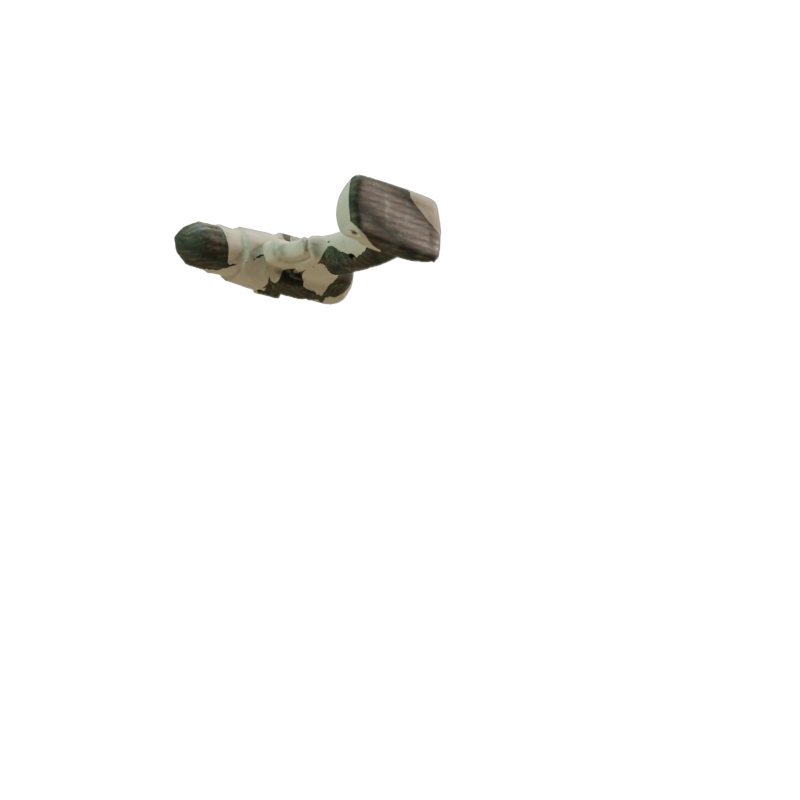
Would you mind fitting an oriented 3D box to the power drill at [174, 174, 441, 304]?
[{"bbox_3d":[-0.074,-0.135,0.945,0.175,0.059,0.191,10,-15,-41],"label":"power drill"}]
